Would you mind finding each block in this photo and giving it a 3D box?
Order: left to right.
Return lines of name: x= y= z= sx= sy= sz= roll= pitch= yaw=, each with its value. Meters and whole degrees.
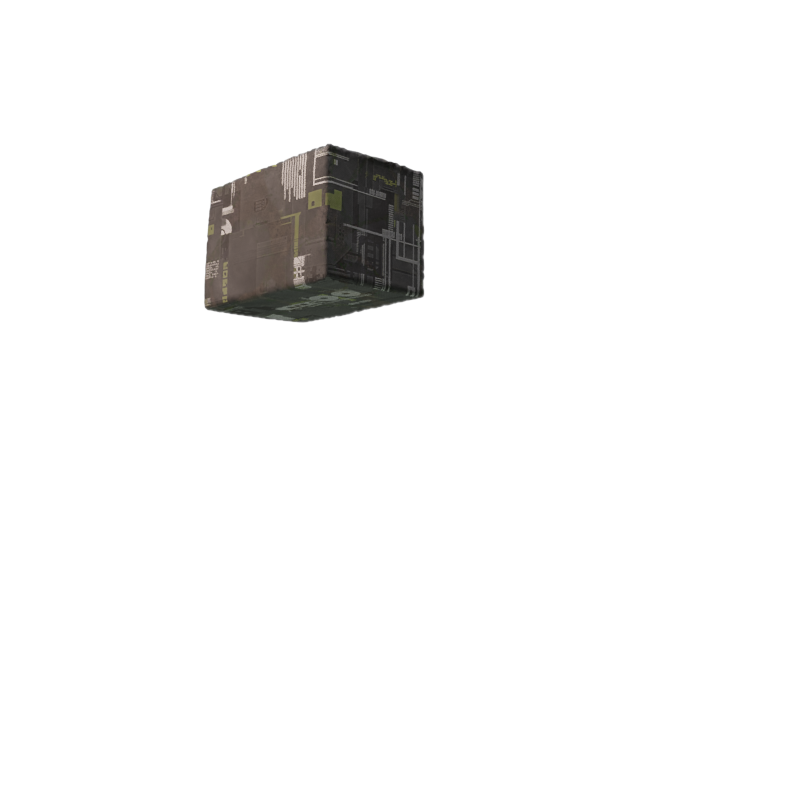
block: x=-0.035 y=-0.063 z=0.443 sx=0.050 sy=0.053 sz=0.080 roll=9 pitch=-13 yaw=-43
